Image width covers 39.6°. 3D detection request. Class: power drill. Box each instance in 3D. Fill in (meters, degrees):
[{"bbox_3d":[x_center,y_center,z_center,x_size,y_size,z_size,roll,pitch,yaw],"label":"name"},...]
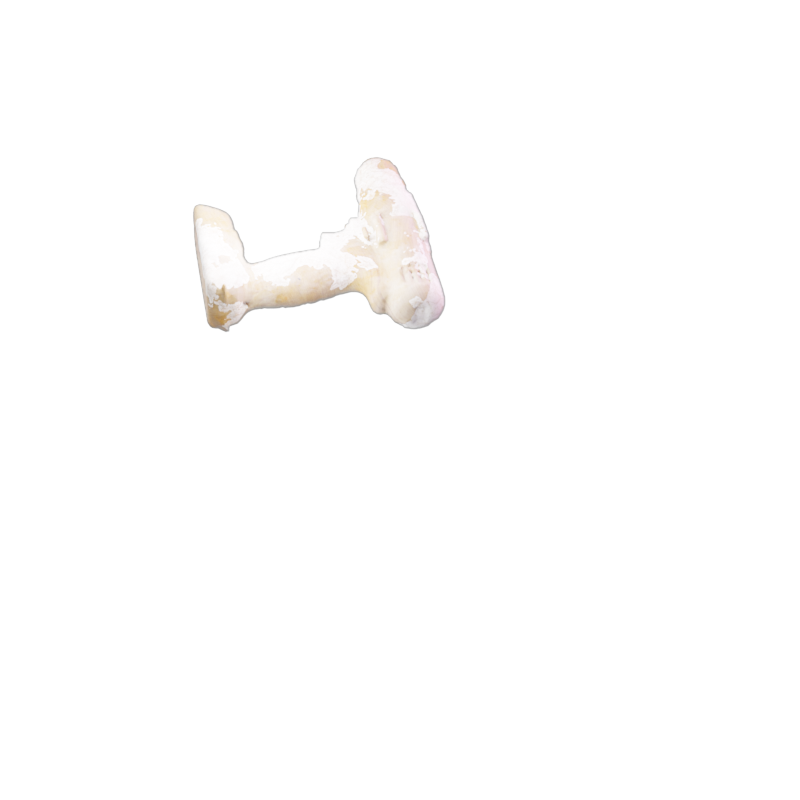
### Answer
[{"bbox_3d":[-0.070,-0.127,0.892,0.186,0.053,0.199,-8,46,-8],"label":"power drill"}]
